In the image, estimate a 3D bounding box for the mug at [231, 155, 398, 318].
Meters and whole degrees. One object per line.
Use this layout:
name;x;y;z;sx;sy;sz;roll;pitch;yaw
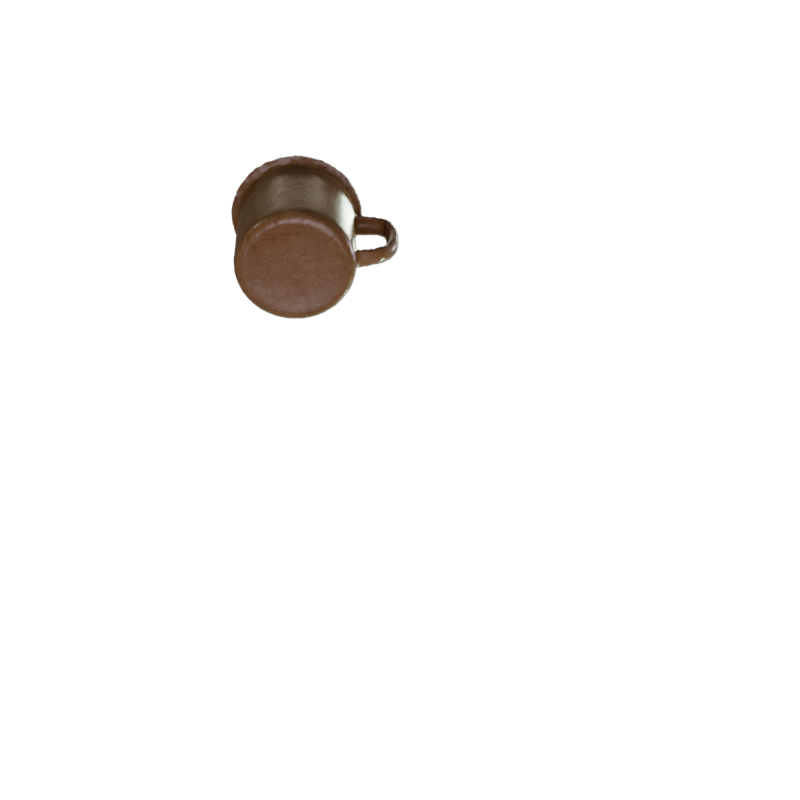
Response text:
mug;-0.059;-0.108;0.759;0.117;0.088;0.087;3;31;-3
